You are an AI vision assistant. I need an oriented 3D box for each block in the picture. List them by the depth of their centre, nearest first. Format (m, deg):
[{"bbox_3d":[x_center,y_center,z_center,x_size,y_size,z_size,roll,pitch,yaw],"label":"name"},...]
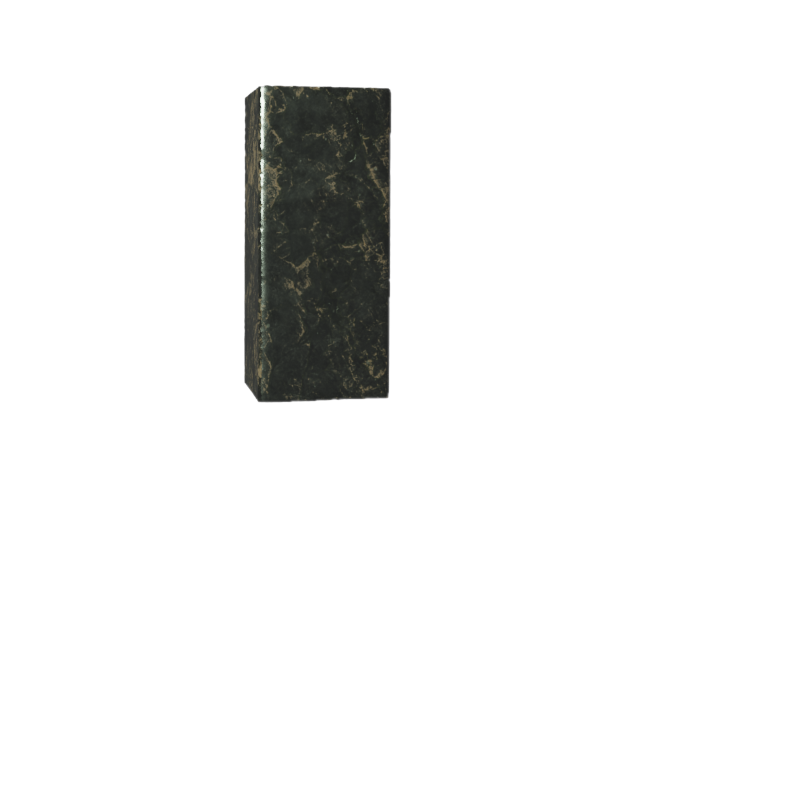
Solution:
[{"bbox_3d":[-0.059,-0.109,0.766,0.089,0.205,0.093,-1,3,-13],"label":"block"}]
